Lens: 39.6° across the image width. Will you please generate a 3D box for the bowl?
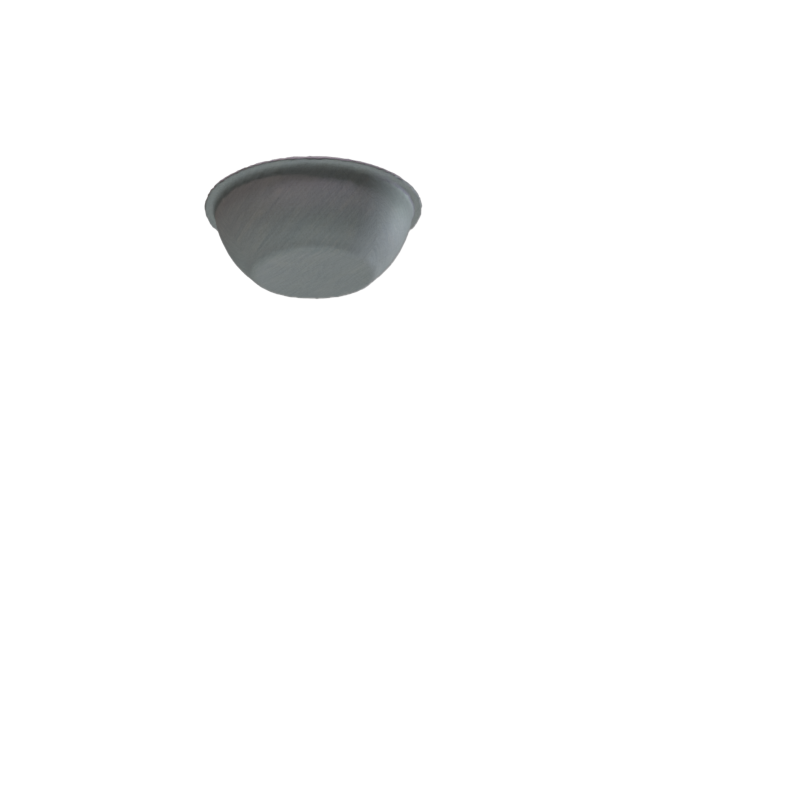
[{"bbox_3d":[-0.064,-0.116,0.816,0.162,0.058,0.154,0,-19,-2],"label":"bowl"}]
